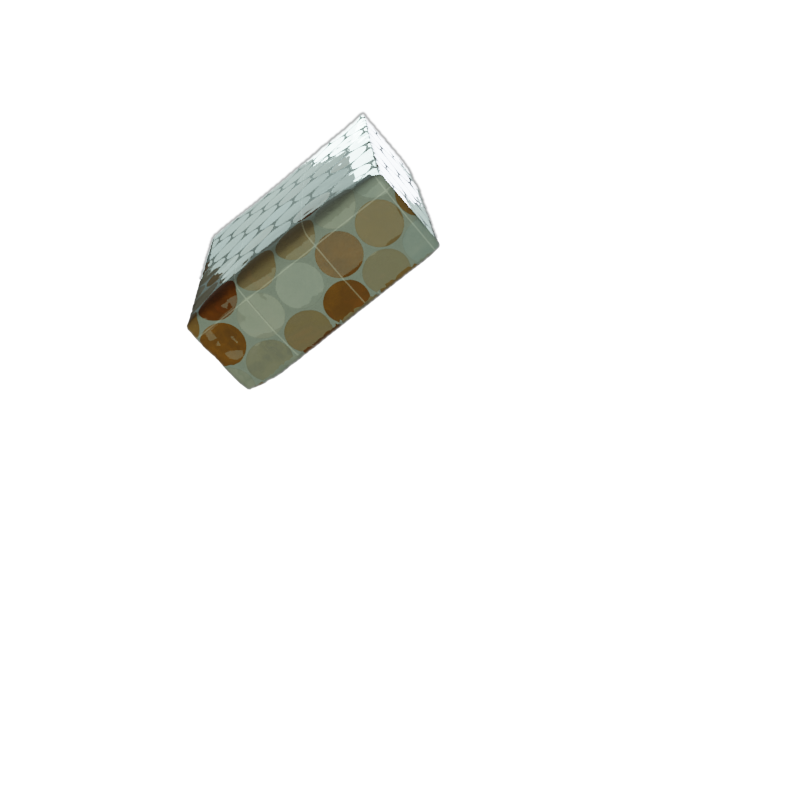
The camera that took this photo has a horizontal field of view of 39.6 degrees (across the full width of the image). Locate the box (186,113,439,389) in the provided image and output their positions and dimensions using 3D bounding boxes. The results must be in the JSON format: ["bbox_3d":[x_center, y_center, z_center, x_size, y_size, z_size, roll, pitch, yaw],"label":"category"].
[{"bbox_3d":[-0.063,-0.116,0.810,0.163,0.069,0.224,-37,20,11],"label":"box"}]
